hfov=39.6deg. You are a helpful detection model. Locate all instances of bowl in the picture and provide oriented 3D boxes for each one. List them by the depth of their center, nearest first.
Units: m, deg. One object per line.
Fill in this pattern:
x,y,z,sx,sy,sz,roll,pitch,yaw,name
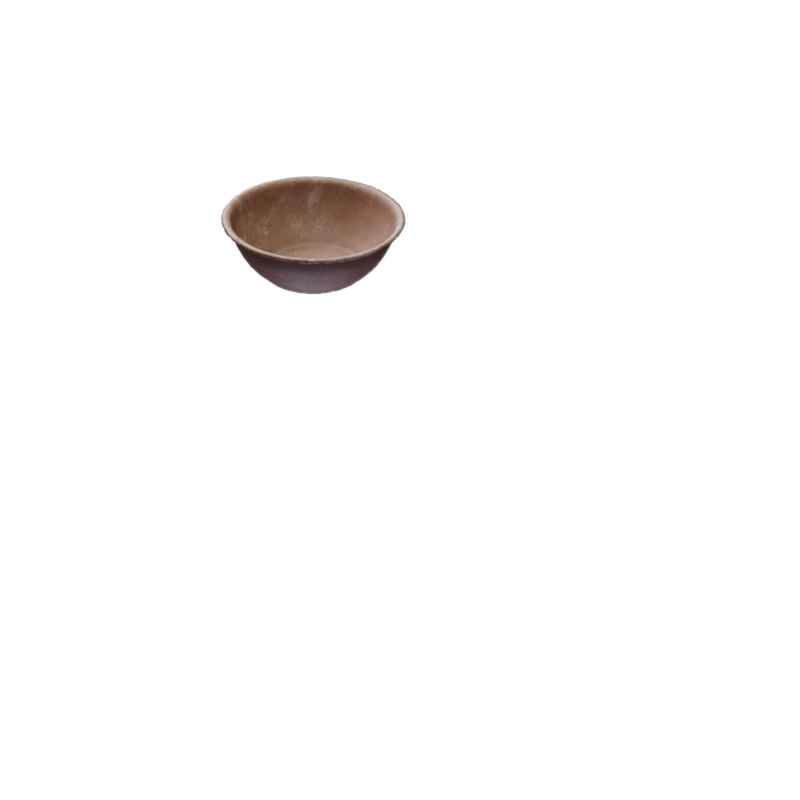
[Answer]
-0.077,-0.140,0.983,0.162,0.052,0.173,-1,34,-2,bowl
